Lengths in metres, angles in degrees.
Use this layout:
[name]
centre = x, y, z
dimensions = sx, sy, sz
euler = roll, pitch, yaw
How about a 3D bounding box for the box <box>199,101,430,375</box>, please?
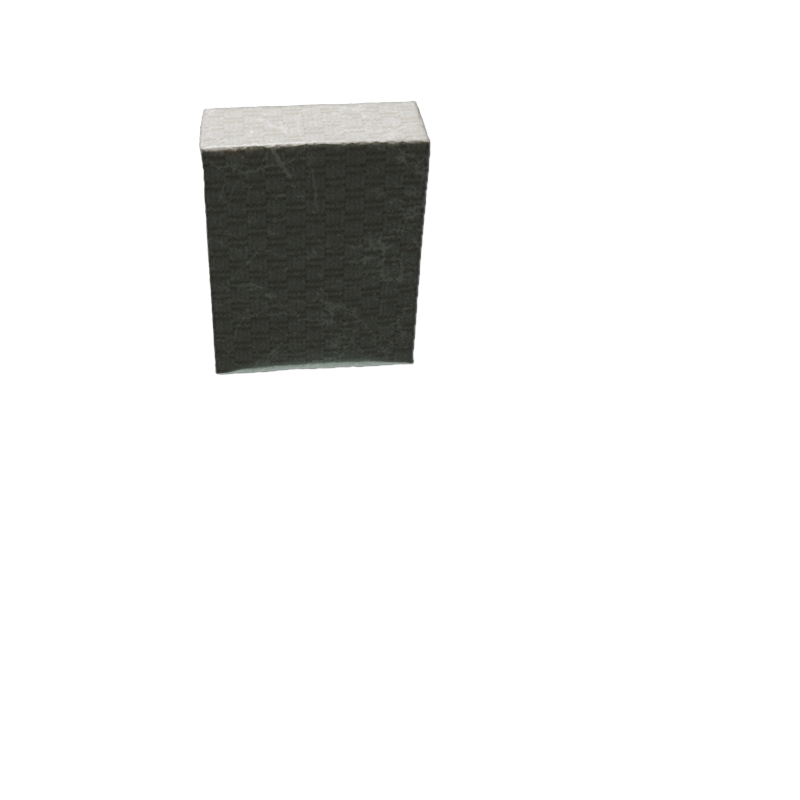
[box]
centre = -0.067, -0.123, 0.860
dimensions = 0.163, 0.200, 0.077
euler = -2, 39, -5
